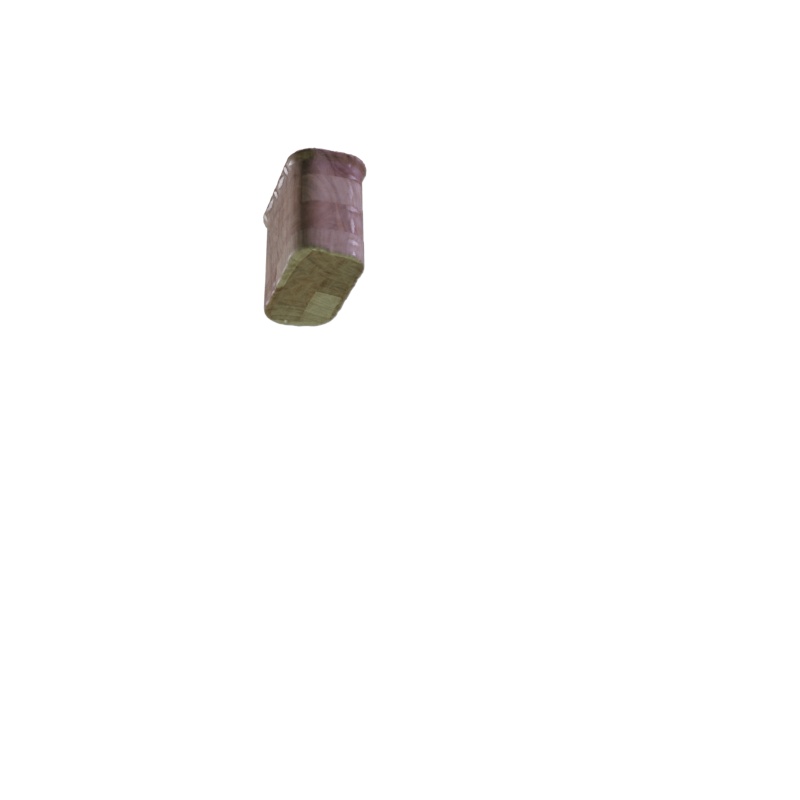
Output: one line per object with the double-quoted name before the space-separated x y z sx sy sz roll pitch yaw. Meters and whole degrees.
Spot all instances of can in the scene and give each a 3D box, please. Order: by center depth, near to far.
"can" -0.060 -0.110 0.771 0.056 0.089 0.098 9 -33 -17
